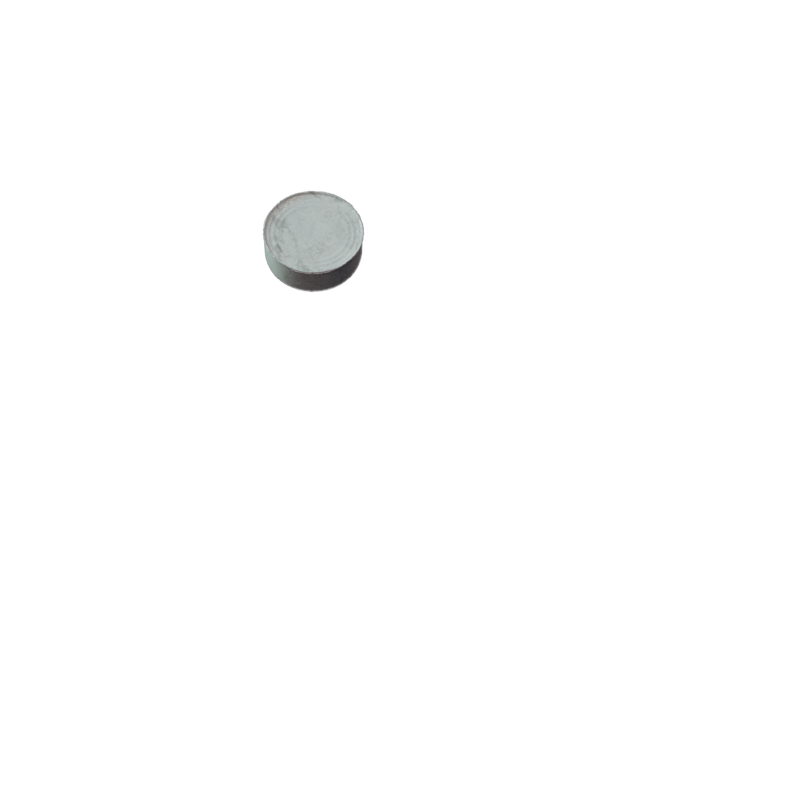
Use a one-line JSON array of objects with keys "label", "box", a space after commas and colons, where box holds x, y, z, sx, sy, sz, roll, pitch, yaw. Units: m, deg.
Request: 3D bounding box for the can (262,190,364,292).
[{"label": "can", "box": [-0.074, -0.136, 0.950, 0.086, 0.092, 0.031, -1, -33, -1]}]
